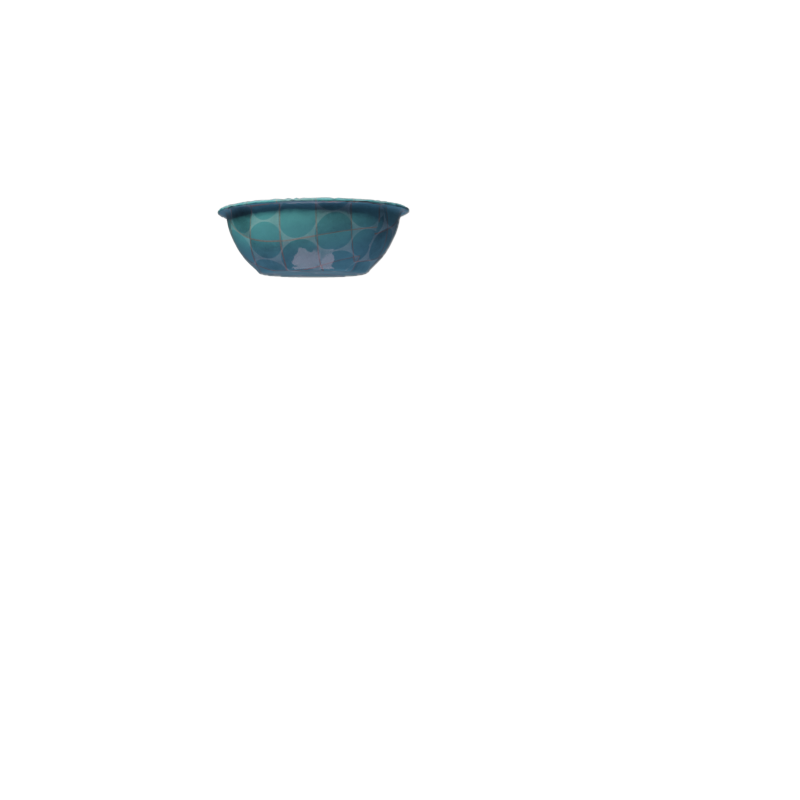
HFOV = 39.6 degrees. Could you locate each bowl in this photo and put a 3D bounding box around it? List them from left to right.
[{"bbox_3d":[-0.073,-0.133,0.933,0.162,0.055,0.162,0,2,-2],"label":"bowl"}]
